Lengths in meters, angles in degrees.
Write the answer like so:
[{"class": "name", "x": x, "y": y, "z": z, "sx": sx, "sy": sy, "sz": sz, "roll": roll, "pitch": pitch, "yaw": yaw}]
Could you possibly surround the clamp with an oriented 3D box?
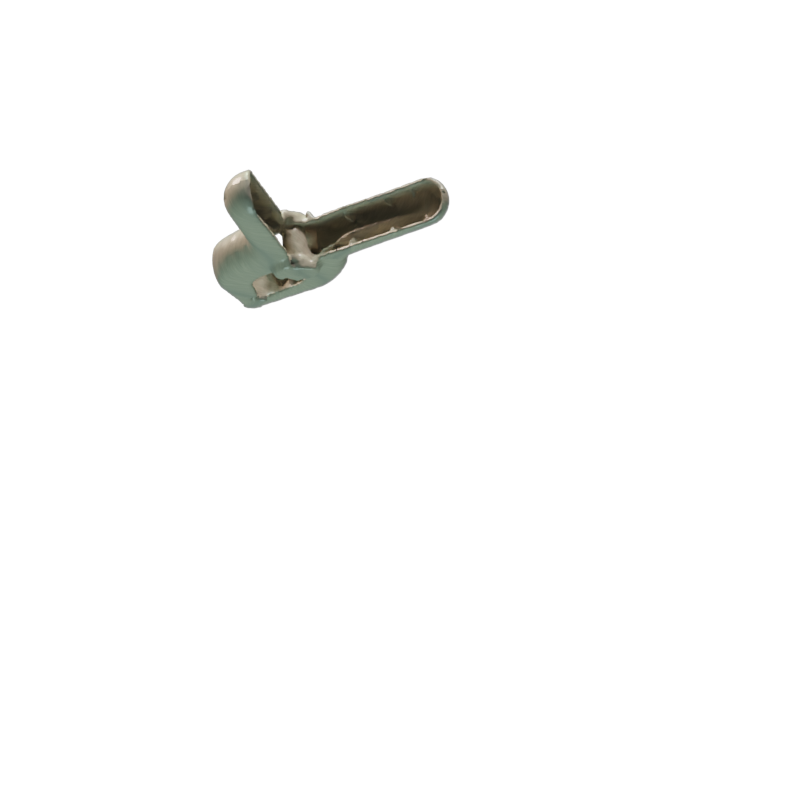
[{"class": "clamp", "x": -0.049, "y": -0.089, "z": 0.624, "sx": 0.118, "sy": 0.040, "sz": 0.169, "roll": 3, "pitch": -11, "yaw": -15}]
